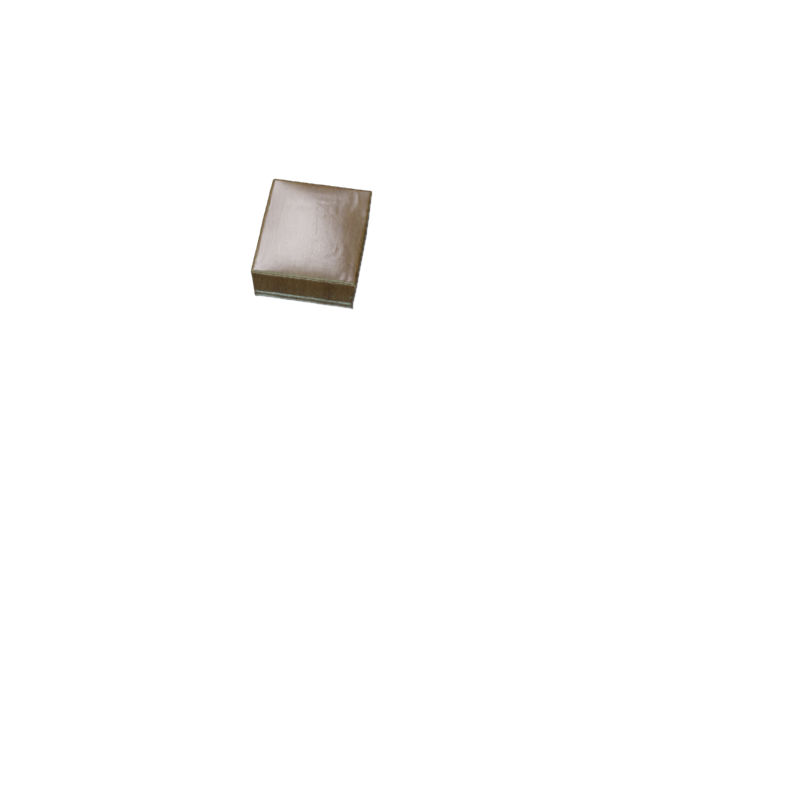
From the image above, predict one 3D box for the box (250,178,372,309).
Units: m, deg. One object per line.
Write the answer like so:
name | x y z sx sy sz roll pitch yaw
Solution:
box | -0.075 -0.137 0.960 0.090 0.121 0.036 6 -35 4
